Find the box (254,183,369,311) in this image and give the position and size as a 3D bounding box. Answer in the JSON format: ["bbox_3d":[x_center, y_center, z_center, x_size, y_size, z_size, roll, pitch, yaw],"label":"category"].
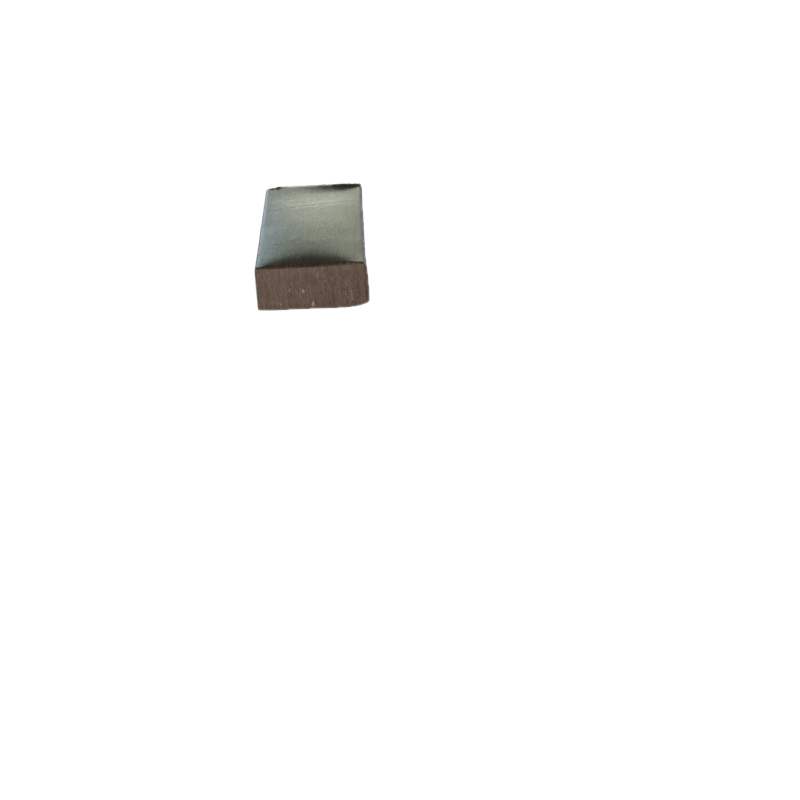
[{"bbox_3d":[-0.077,-0.140,0.975,0.093,0.045,0.188,-4,33,-1],"label":"box"}]
